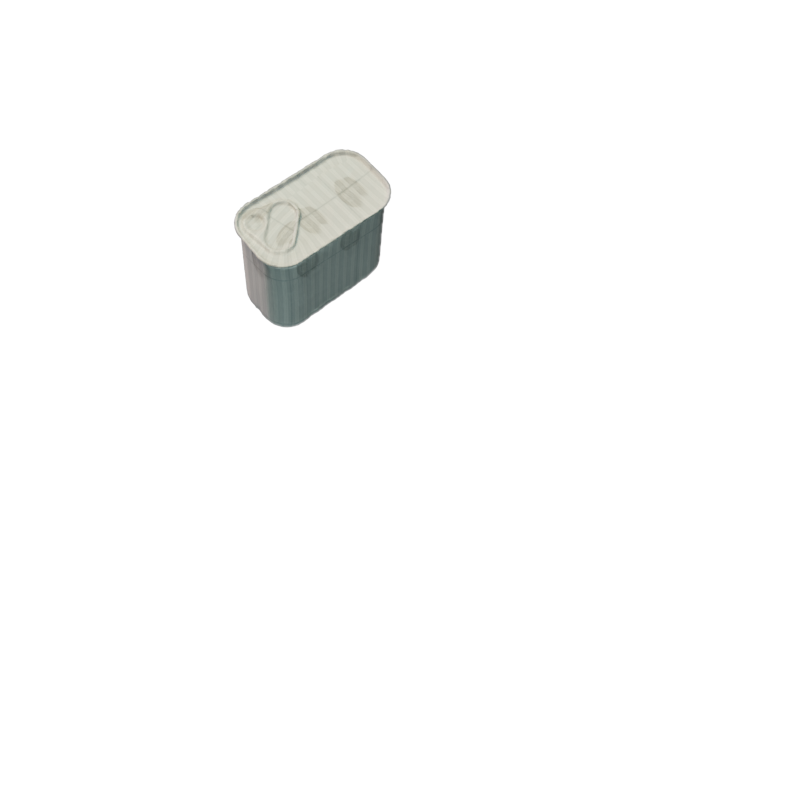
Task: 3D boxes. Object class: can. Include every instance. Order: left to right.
[{"bbox_3d":[-0.058,-0.106,0.741,0.102,0.061,0.079,-36,-22,-20],"label":"can"}]
